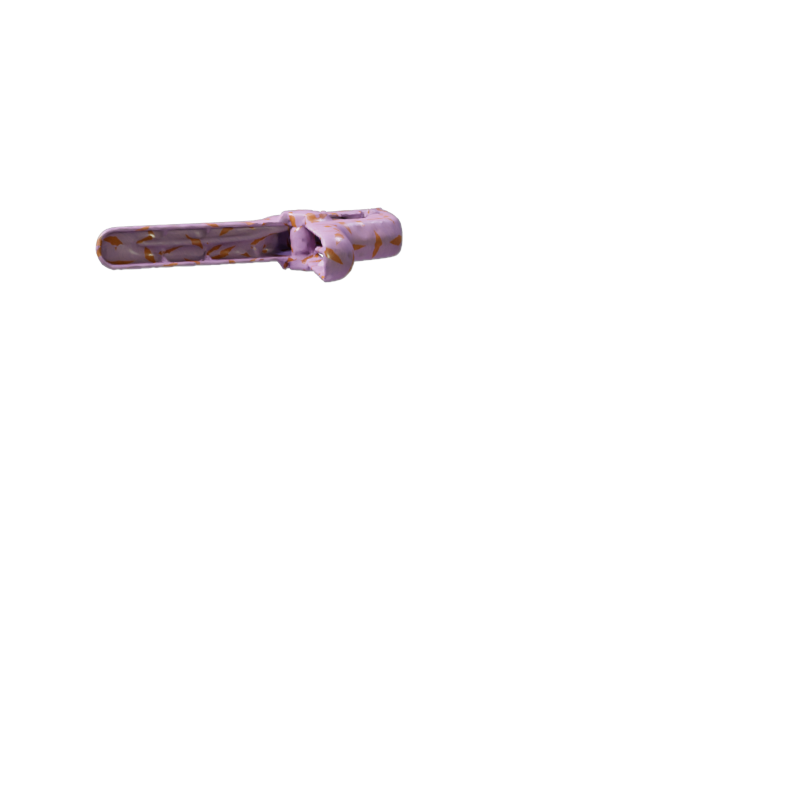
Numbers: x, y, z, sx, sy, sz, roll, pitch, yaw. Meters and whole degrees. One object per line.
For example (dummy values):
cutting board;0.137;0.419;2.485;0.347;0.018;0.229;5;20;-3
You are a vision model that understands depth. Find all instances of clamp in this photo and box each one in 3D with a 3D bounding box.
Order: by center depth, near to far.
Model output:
clamp;-0.052;-0.095;0.667;0.172;0.036;0.205;9;16;35
